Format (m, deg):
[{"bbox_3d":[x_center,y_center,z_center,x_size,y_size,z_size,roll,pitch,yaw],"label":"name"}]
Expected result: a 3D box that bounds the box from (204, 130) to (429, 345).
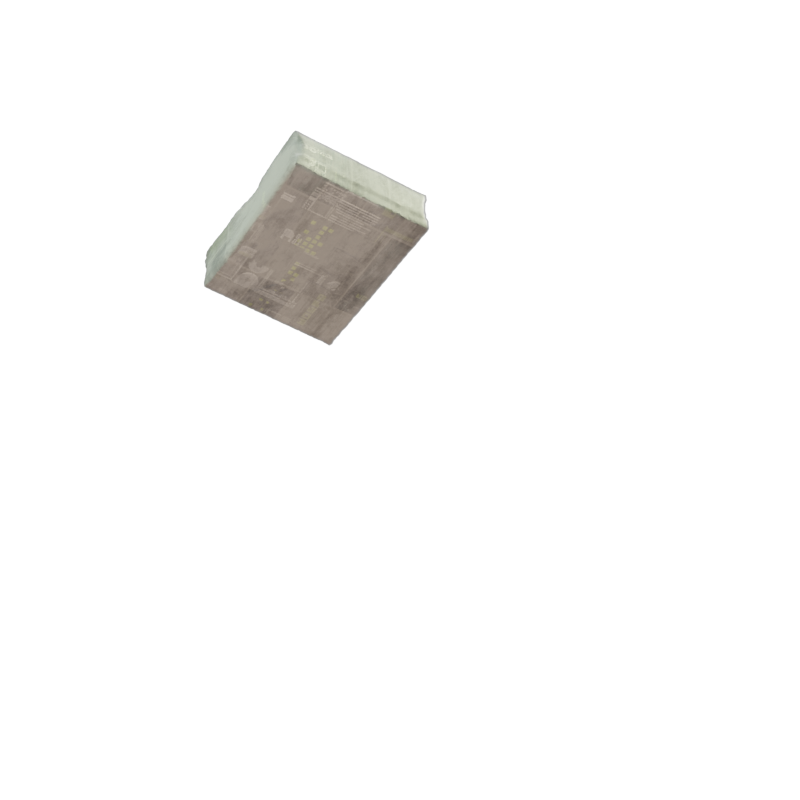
[{"bbox_3d":[-0.041,-0.075,0.527,0.070,0.032,0.087,25,-52,-22],"label":"box"}]
